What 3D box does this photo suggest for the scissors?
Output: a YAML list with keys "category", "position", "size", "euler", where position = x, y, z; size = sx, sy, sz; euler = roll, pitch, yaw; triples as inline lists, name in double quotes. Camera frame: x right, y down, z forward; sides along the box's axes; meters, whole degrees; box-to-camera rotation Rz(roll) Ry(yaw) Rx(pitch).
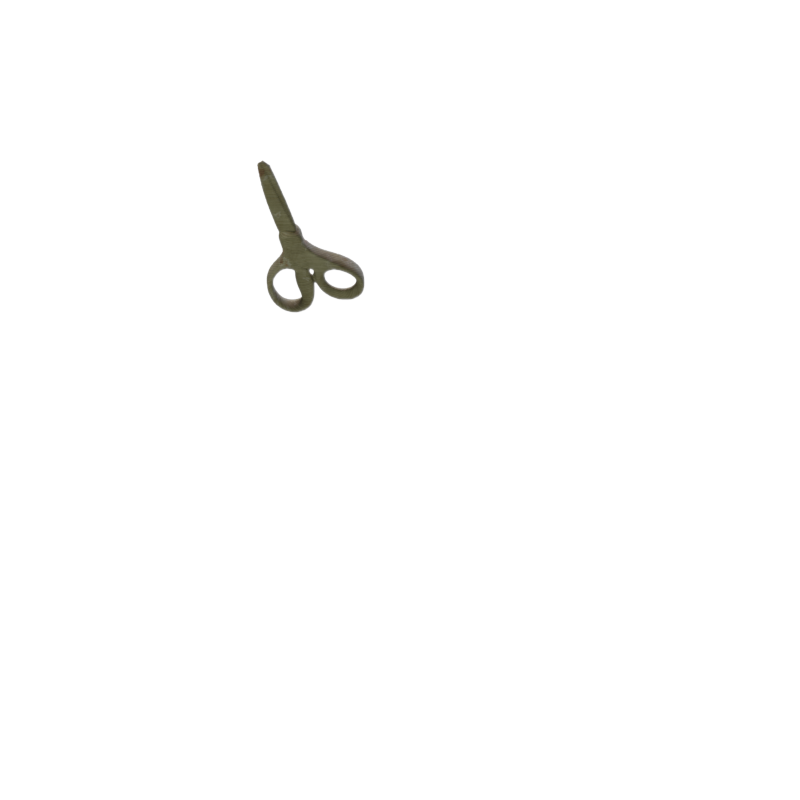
- category: "scissors"
  position: [-0.074, -0.134, 0.940]
  size: [0.096, 0.017, 0.190]
  euler: [3, -31, -5]
